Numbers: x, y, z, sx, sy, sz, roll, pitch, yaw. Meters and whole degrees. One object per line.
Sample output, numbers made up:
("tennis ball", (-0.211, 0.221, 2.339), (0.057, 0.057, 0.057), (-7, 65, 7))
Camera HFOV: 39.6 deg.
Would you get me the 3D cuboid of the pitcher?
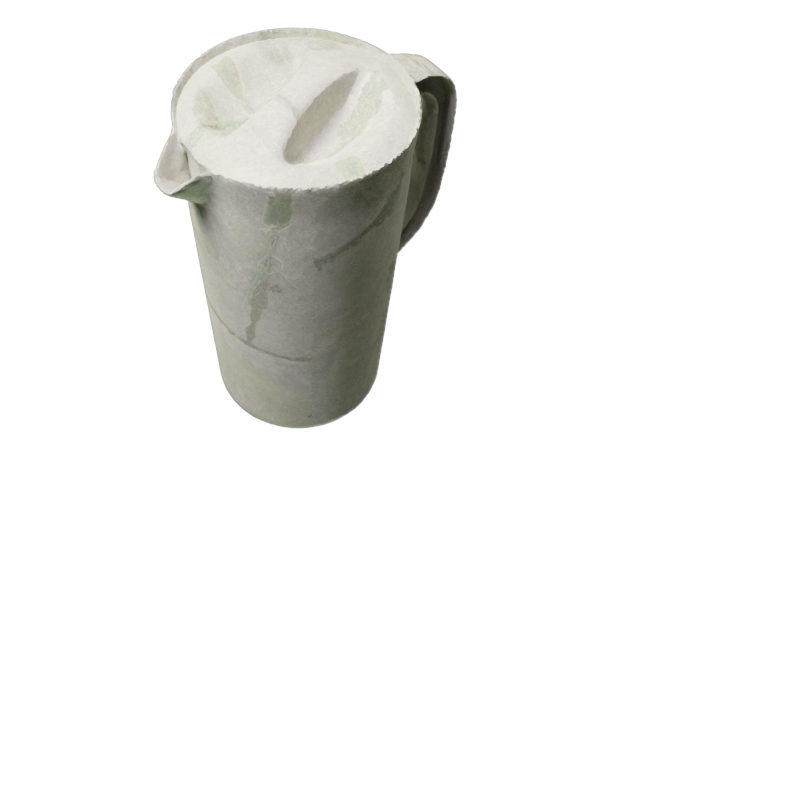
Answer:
("pitcher", (-0.053, -0.096, 0.672), (0.151, 0.154, 0.227), (9, -38, 4))
